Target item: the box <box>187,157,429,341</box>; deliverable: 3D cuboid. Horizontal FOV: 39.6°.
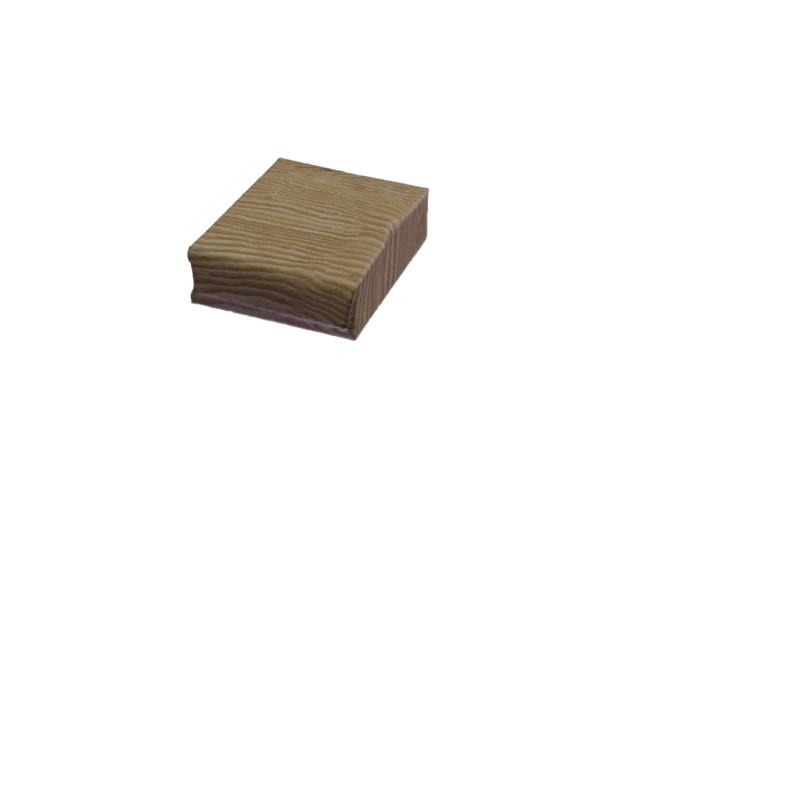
[{"bbox_3d":[-0.036,-0.066,0.464,0.076,0.028,0.092,13,38,17],"label":"box"}]
